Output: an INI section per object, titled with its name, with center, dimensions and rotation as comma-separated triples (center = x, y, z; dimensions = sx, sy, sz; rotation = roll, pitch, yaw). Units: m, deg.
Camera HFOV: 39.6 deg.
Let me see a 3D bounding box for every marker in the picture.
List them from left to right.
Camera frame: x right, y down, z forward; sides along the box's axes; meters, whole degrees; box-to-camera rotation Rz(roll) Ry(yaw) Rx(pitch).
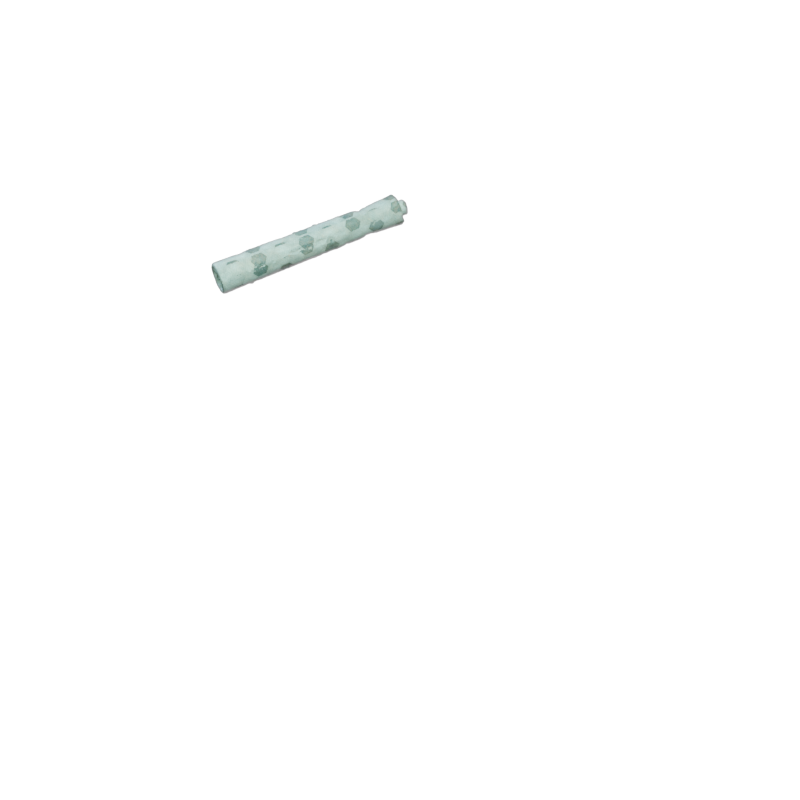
[marker]
center = -0.050, -0.092, 0.644
dimensions = 0.120, 0.019, 0.020
rotation = -23, 11, -15
